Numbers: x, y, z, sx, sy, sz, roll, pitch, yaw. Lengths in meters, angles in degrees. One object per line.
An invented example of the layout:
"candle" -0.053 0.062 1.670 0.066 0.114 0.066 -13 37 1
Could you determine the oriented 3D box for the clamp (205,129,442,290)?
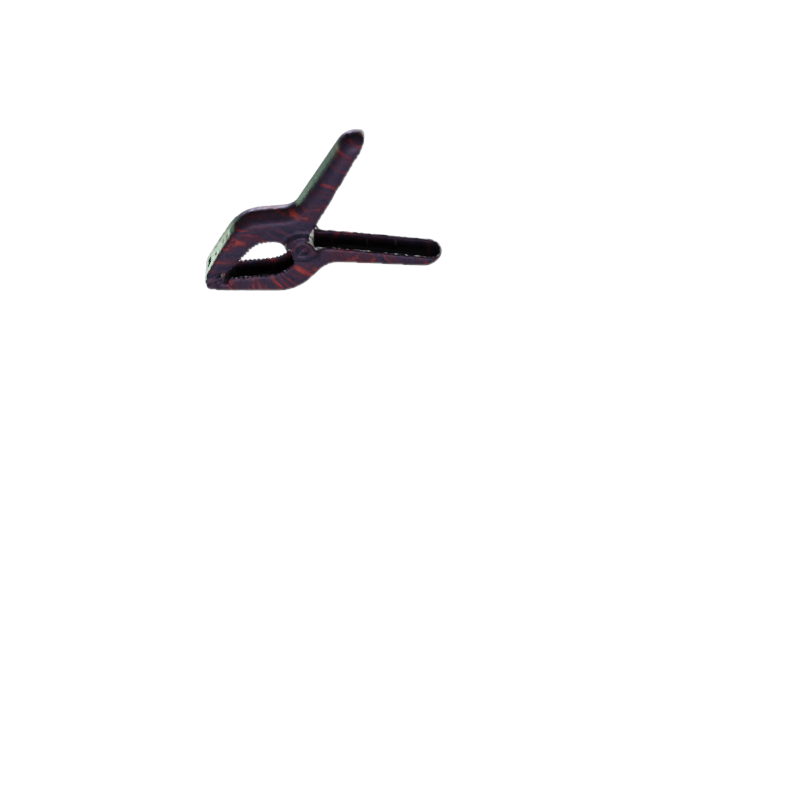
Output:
"clamp" -0.078 -0.141 0.990 0.210 0.039 0.153 -25 -48 24
